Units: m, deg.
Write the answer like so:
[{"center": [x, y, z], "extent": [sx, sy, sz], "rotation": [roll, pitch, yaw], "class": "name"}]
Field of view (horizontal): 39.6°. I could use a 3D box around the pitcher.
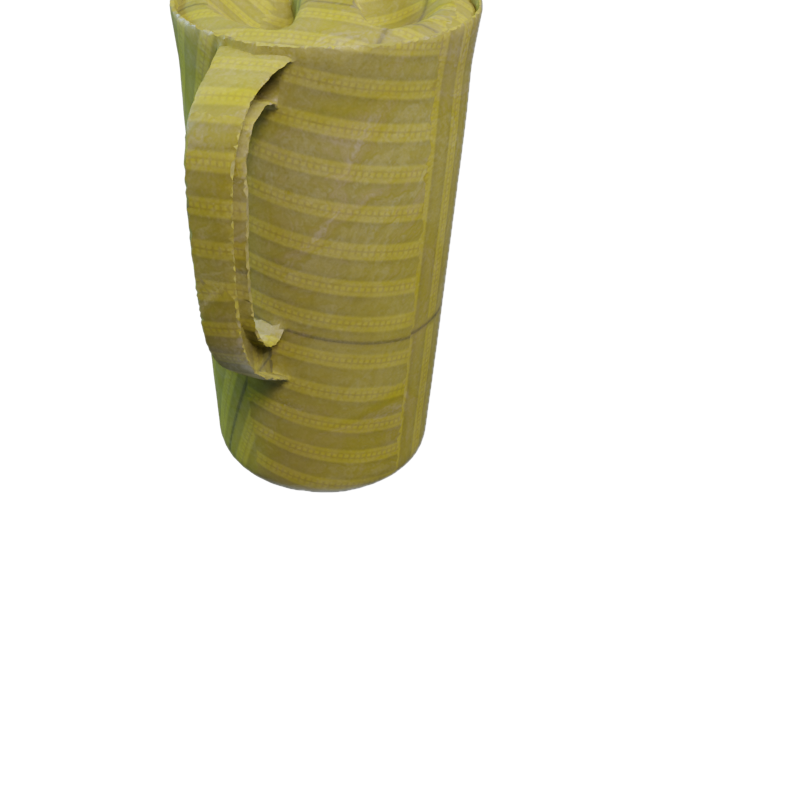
[{"center": [-0.041, -0.074, 0.520], "extent": [0.147, 0.229, 0.156], "rotation": [-11, 34, -21], "class": "pitcher"}]
